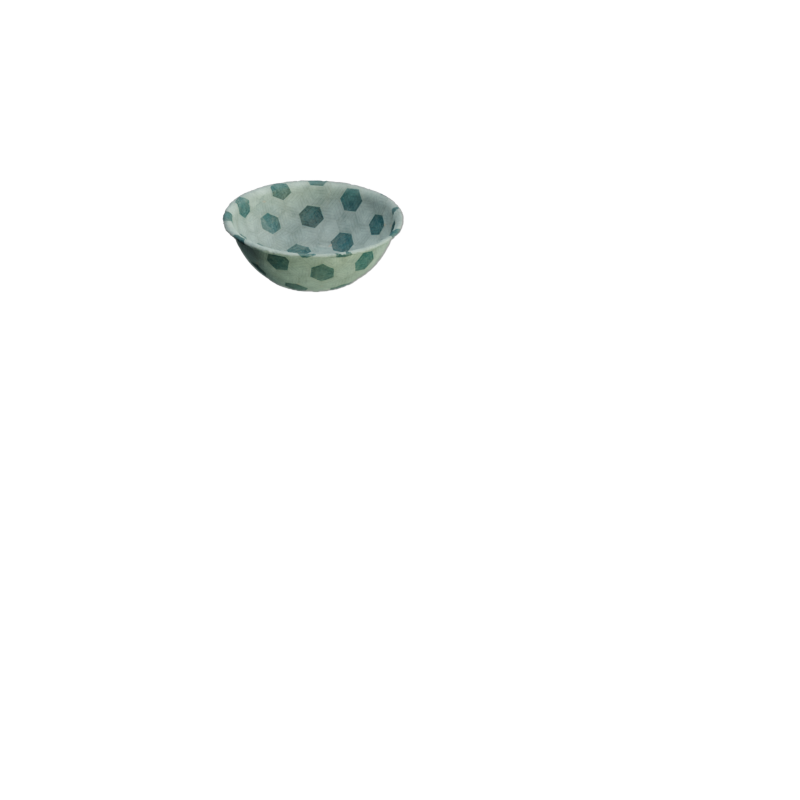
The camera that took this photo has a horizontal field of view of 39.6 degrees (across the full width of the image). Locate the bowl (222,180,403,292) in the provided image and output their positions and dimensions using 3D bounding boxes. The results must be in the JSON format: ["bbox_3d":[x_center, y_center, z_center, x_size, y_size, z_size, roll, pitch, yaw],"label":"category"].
[{"bbox_3d":[-0.078,-0.142,0.997,0.162,0.052,0.172,-1,32,-2],"label":"bowl"}]
